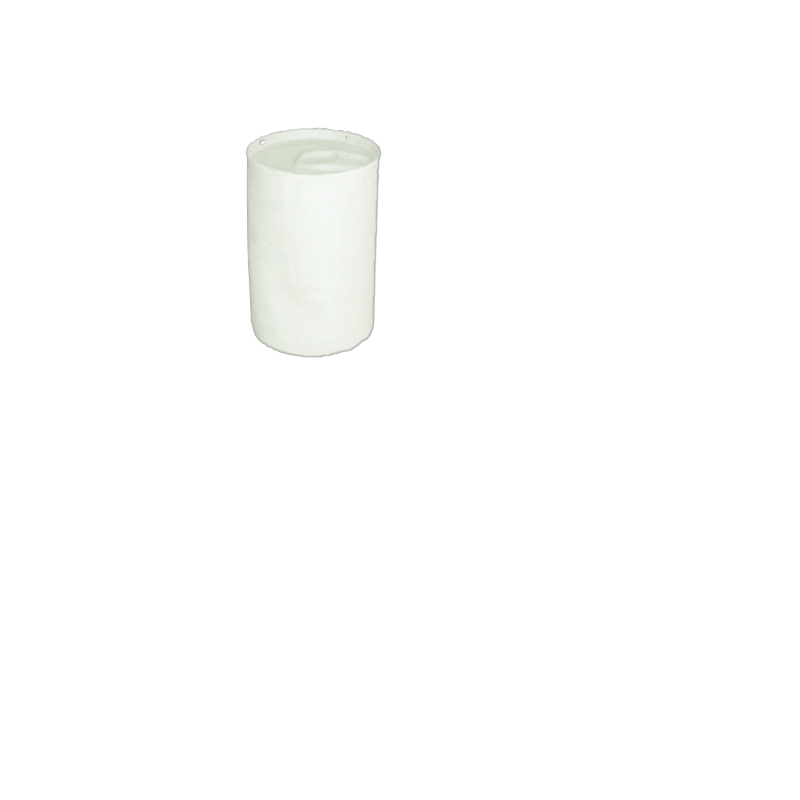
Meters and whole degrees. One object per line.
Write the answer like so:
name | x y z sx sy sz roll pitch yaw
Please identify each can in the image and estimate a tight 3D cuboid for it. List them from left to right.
can | -0.045 -0.082 0.576 0.068 0.097 0.073 0 28 -2
